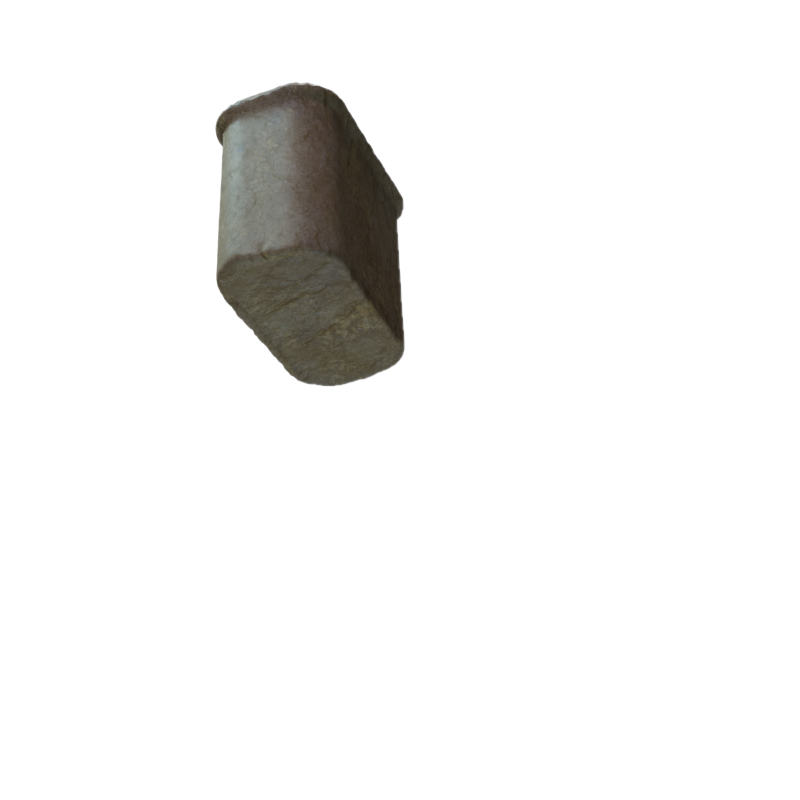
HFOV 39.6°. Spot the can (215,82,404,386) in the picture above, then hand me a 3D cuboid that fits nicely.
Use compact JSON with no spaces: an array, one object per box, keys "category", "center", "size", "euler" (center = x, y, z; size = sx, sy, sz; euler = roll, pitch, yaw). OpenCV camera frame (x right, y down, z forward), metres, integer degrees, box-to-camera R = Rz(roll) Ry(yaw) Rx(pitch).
[{"category":"can","center":[-0.036,-0.066,0.462],"size":[0.058,0.090,0.094],"euler":[-15,-36,18]}]
